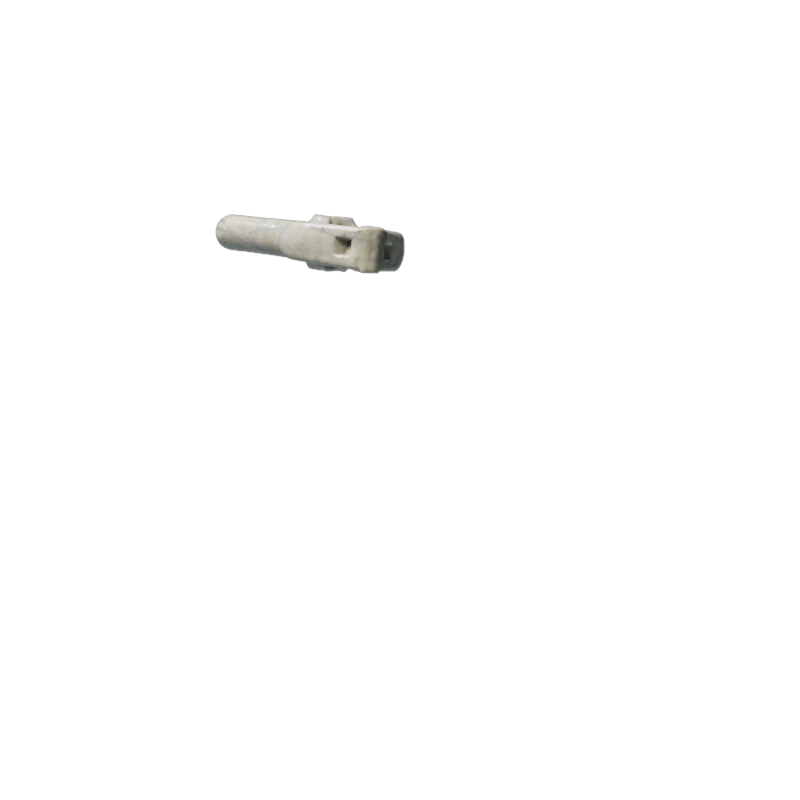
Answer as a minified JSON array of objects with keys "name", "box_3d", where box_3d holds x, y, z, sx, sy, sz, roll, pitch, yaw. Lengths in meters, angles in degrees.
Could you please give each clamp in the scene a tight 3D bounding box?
[{"name":"clamp","box_3d":[-0.056,-0.103,0.718,0.118,0.039,0.175,-1,7,-11]}]
